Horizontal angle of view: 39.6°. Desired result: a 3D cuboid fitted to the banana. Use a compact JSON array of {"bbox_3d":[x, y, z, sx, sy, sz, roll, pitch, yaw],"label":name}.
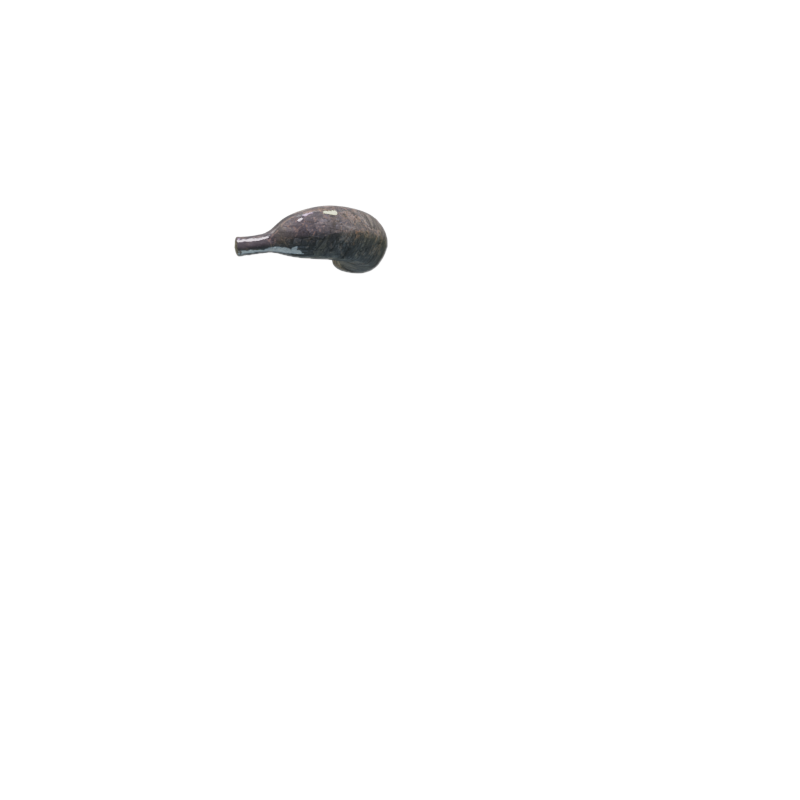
[{"bbox_3d":[-0.044,-0.110,0.763,0.071,0.037,0.192,0,2,18],"label":"banana"}]
